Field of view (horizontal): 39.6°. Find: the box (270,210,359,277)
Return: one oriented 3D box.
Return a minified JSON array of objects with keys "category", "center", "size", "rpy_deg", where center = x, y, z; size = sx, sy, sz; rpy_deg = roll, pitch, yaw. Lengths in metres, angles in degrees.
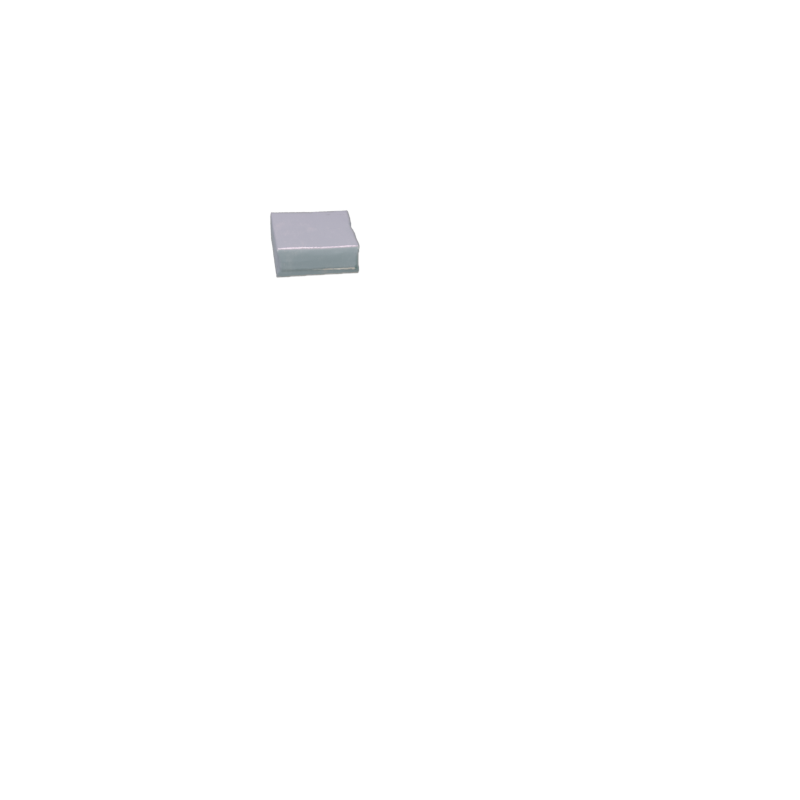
[{"category":"box","center":[-0.078,-0.142,0.994],"size":[0.073,0.028,0.095],"rpy_deg":[-3,29,-7]}]
